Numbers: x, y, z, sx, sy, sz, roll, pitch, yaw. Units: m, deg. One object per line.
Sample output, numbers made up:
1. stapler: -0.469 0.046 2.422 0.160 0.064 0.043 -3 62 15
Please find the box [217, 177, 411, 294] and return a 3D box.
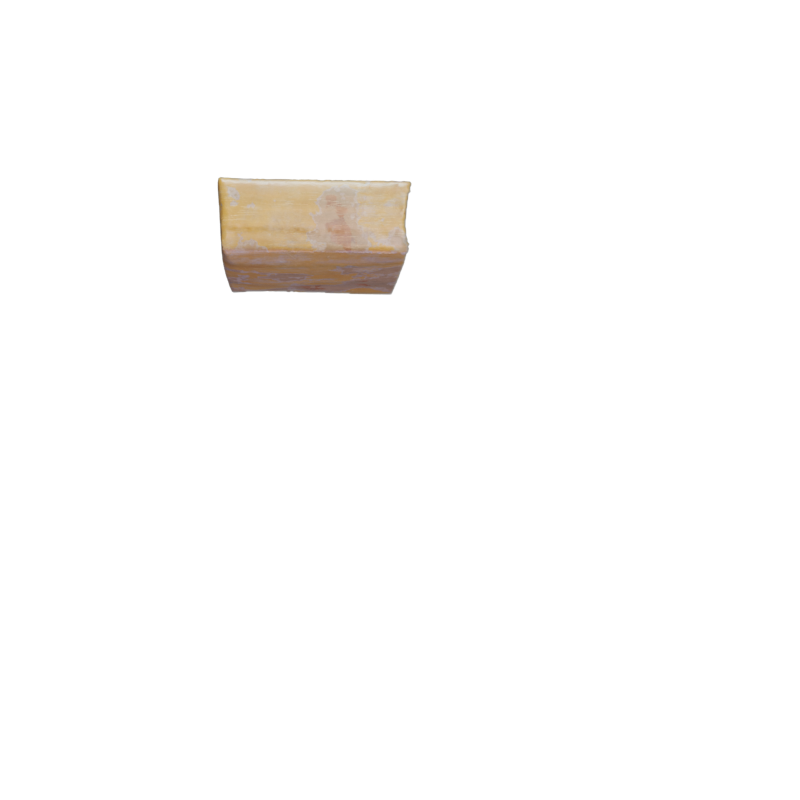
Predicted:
1. box: -0.044 -0.079 0.556 0.089 0.040 0.112 0 -4 -3
